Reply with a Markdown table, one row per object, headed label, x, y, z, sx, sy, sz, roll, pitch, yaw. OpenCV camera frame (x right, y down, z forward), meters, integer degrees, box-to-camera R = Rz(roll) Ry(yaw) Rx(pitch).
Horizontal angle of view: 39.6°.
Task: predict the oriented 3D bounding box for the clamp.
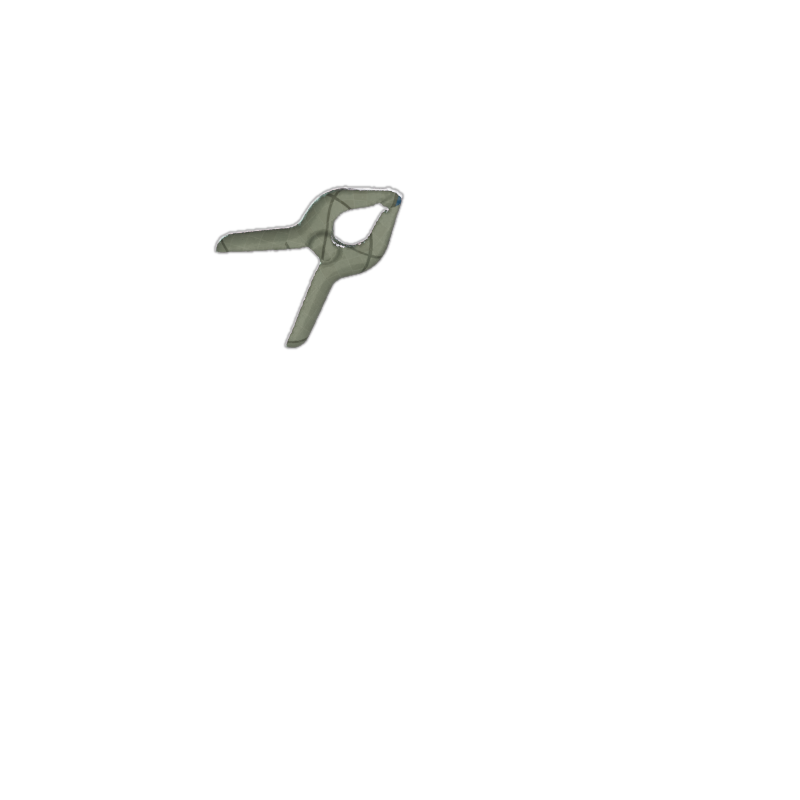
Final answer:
| label | x | y | z | sx | sy | sz | roll | pitch | yaw |
| --- | --- | --- | --- | --- | --- | --- | --- | --- | --- |
| clamp | -0.077 | -0.141 | 0.986 | 0.170 | 0.117 | 0.040 | -44 | 9 | 8 |
